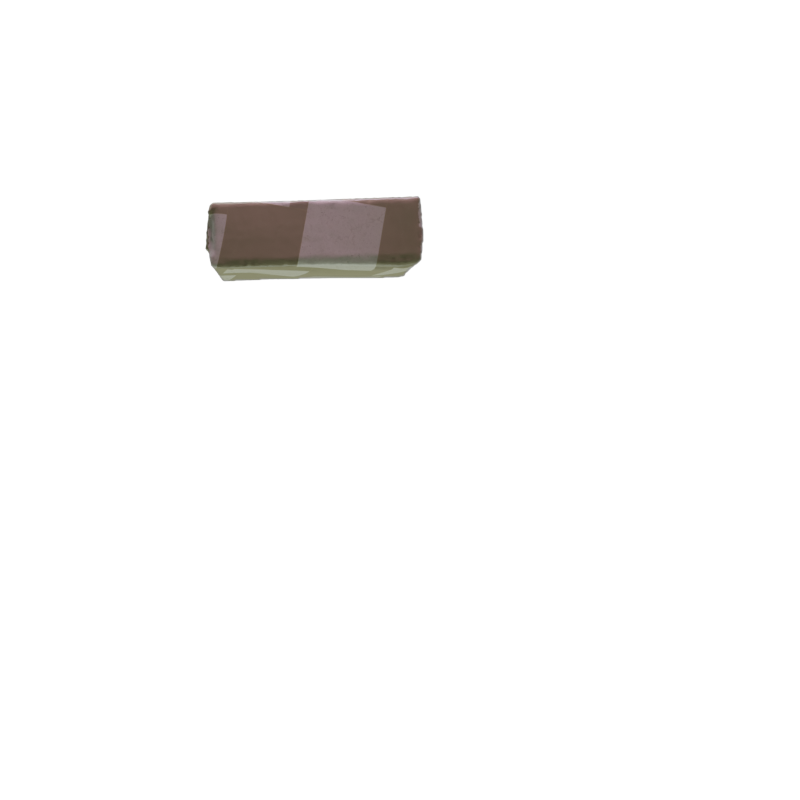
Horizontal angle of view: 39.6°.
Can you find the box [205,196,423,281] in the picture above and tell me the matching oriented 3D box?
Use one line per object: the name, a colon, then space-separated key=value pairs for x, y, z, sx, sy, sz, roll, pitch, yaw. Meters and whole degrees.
box: x=-0.048 y=-0.088 z=0.615 sx=0.113 sy=0.039 sz=0.090 roll=0 pitch=1 yaw=-3
